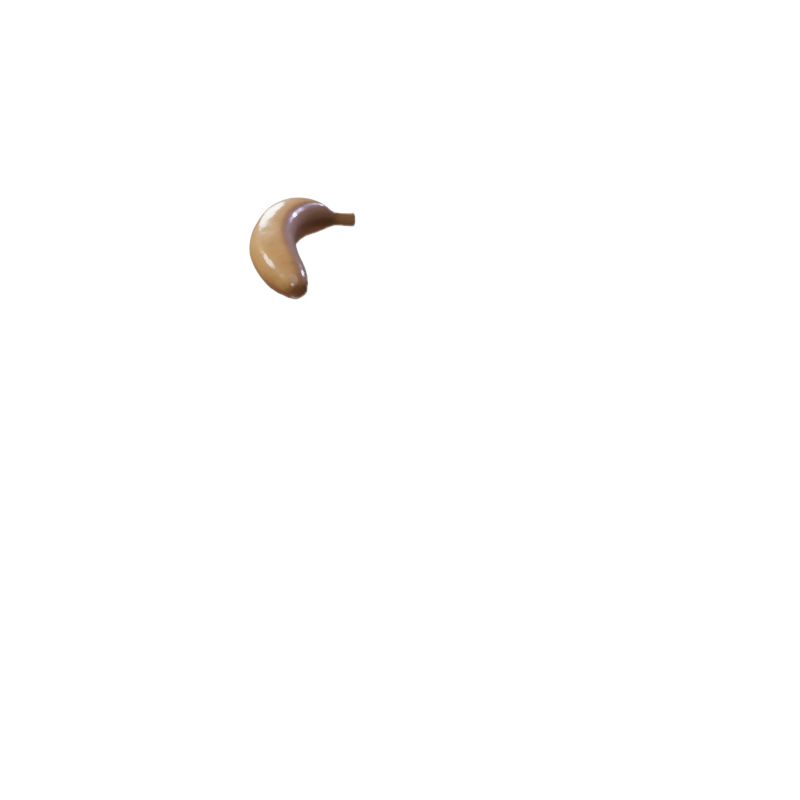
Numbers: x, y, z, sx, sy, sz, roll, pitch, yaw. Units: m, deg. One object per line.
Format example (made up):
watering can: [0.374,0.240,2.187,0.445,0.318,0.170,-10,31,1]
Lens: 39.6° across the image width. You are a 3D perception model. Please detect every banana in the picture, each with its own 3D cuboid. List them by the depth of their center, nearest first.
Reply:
banana: [-0.088,-0.132,0.904,0.071,0.035,0.205,4,27,9]
